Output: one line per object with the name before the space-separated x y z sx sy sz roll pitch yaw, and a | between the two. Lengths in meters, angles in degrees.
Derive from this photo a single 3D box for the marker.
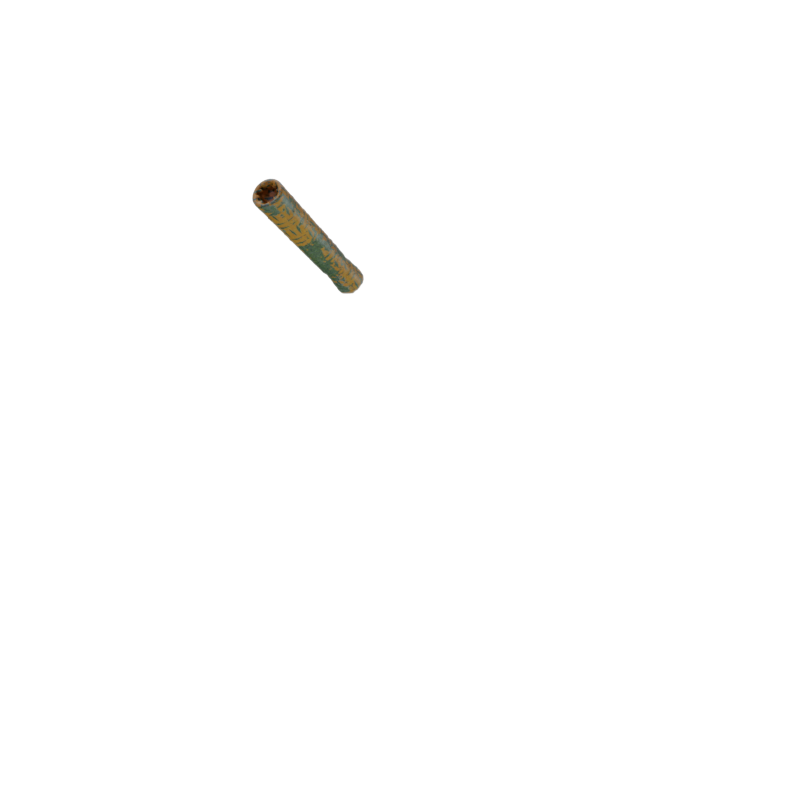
marker | -0.052 -0.095 0.663 0.020 0.021 0.112 2 -21 26
